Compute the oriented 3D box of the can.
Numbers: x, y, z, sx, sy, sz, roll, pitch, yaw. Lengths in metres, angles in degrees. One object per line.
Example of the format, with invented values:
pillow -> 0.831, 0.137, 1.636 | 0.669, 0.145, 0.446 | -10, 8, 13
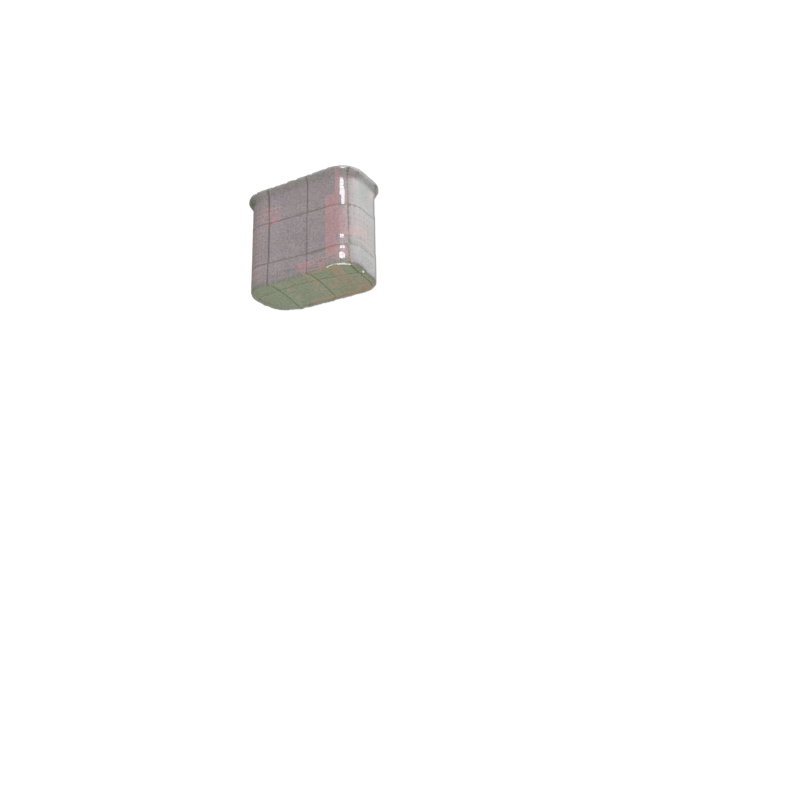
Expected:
can -> -0.067, -0.122, 0.854 | 0.103, 0.089, 0.053 | -14, -28, 27
